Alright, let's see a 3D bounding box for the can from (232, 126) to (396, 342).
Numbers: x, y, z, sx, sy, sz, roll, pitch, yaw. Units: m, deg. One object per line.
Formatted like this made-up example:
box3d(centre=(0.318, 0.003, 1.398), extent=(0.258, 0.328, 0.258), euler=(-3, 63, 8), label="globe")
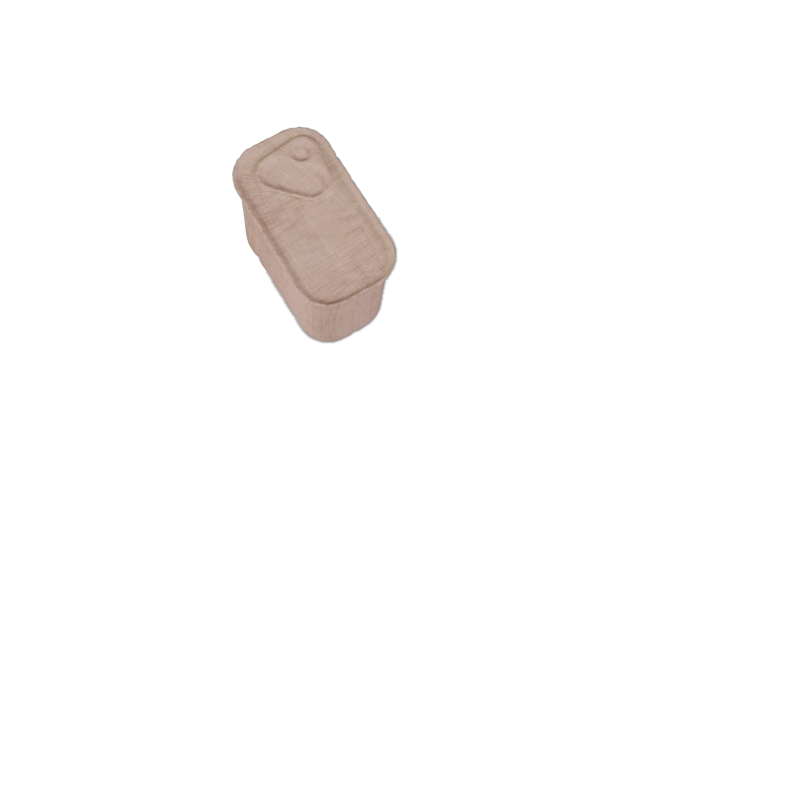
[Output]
box3d(centre=(-0.049, -0.089, 0.622), extent=(0.057, 0.107, 0.080), euler=(-29, -15, -10), label="can")
